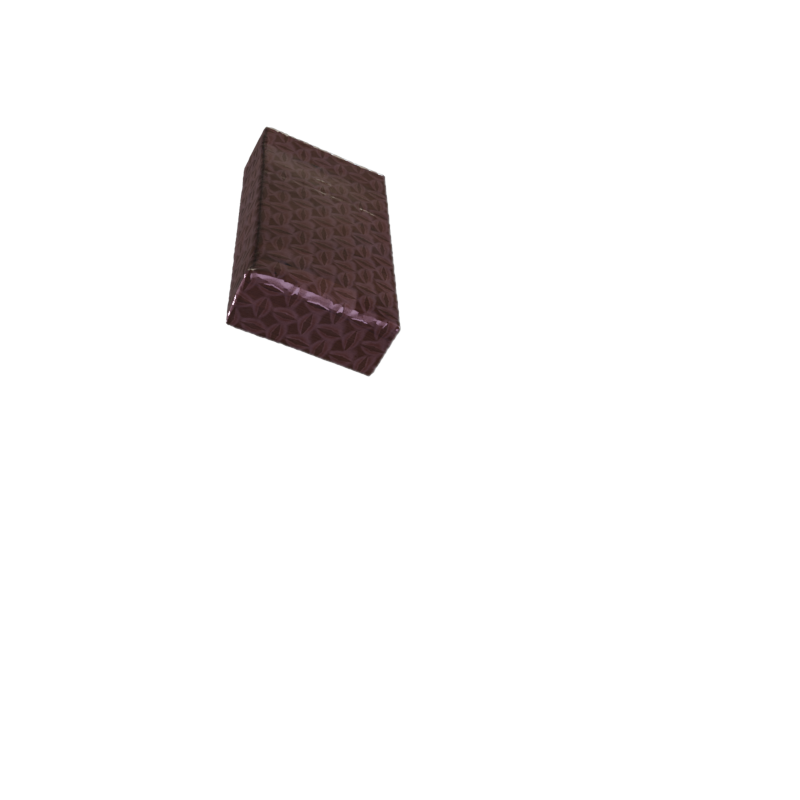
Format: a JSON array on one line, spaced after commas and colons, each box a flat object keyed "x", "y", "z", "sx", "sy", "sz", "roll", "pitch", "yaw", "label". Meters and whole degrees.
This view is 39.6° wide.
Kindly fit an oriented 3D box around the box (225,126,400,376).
[{"x": -0.054, "y": -0.097, "z": 0.684, "sx": 0.091, "sy": 0.046, "sz": 0.188, "roll": 20, "pitch": 32, "yaw": -16, "label": "box"}]
